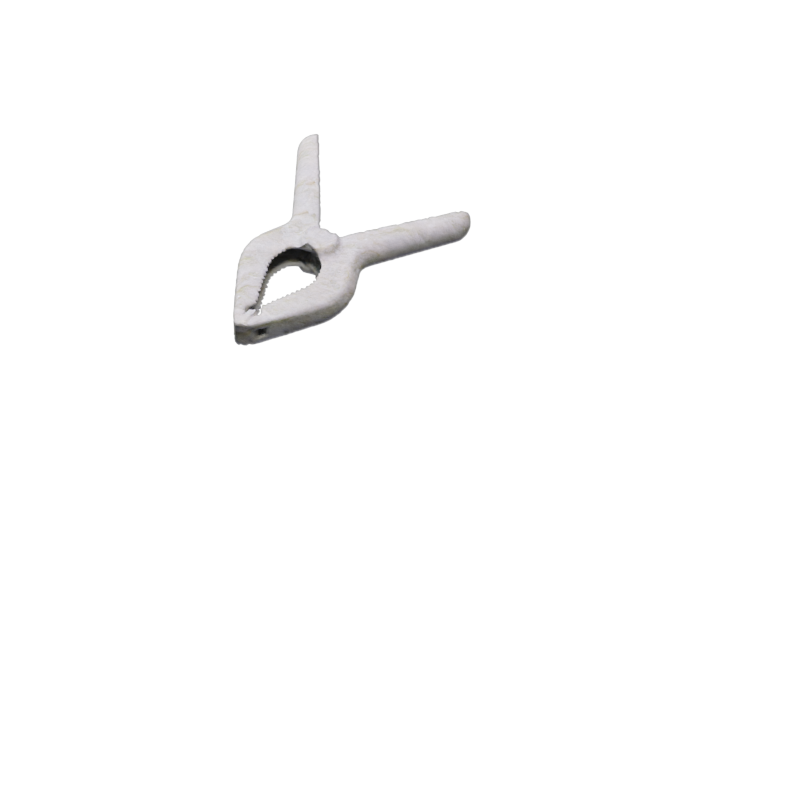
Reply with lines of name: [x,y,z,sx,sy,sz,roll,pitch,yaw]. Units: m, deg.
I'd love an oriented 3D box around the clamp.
clamp: [-0.069,-0.125,0.879,0.174,0.034,0.213,35,60,24]
